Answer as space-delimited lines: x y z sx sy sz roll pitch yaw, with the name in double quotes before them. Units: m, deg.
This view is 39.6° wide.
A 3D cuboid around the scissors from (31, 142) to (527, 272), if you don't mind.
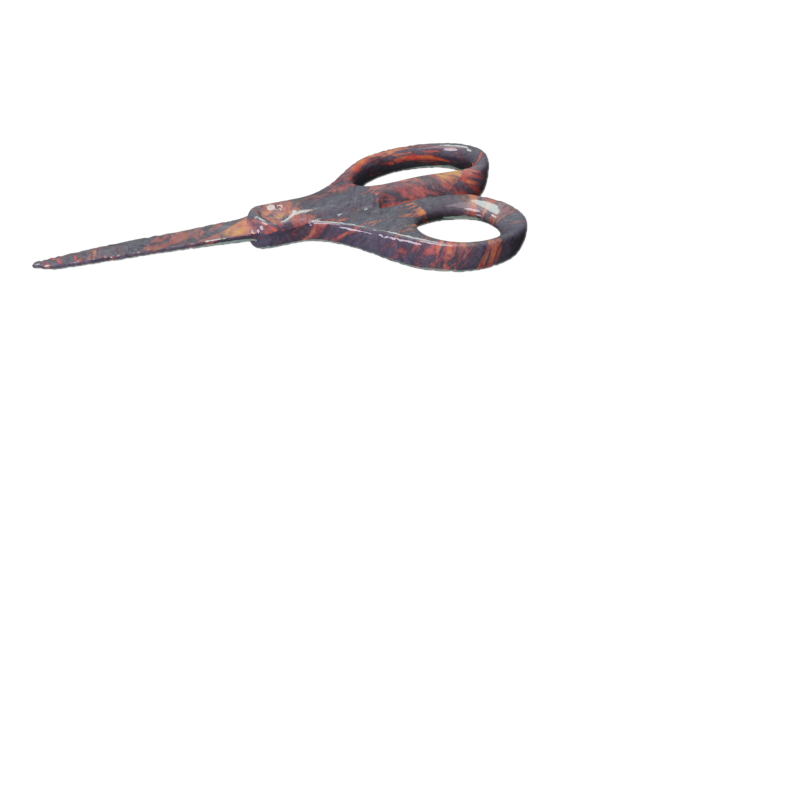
"scissors" -0.035 -0.064 0.446 0.200 0.015 0.104 -25 44 -28
